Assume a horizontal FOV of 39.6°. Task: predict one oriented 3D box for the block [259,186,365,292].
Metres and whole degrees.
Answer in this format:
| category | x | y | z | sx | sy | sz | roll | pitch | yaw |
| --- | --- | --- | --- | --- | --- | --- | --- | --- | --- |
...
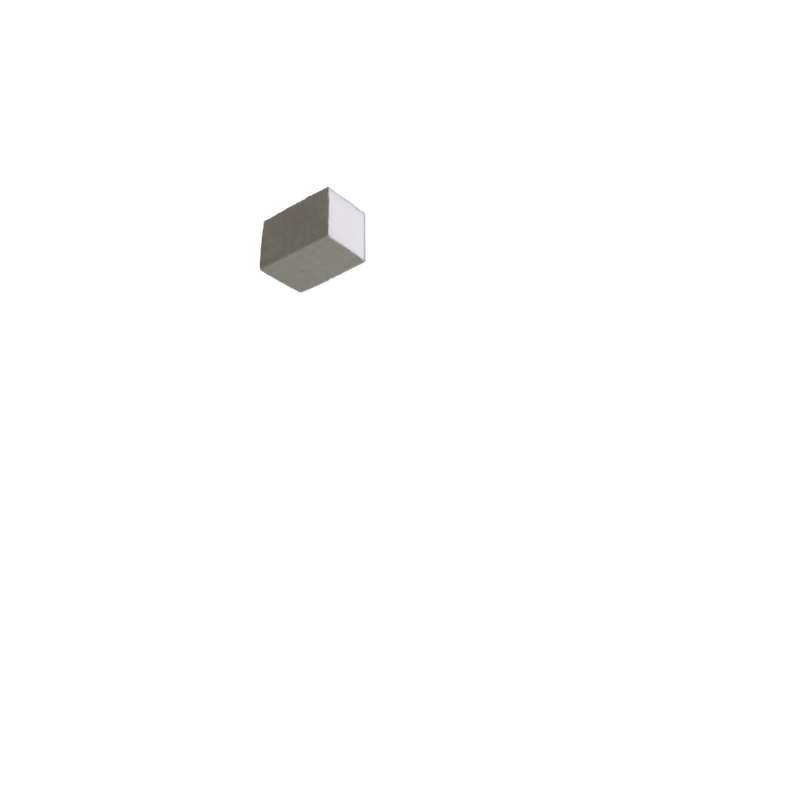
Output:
| category | x | y | z | sx | sy | sz | roll | pitch | yaw |
| --- | --- | --- | --- | --- | --- | --- | --- | --- | --- |
| block | -0.074 | -0.136 | 0.951 | 0.078 | 0.055 | 0.049 | -23 | -37 | 32 |
